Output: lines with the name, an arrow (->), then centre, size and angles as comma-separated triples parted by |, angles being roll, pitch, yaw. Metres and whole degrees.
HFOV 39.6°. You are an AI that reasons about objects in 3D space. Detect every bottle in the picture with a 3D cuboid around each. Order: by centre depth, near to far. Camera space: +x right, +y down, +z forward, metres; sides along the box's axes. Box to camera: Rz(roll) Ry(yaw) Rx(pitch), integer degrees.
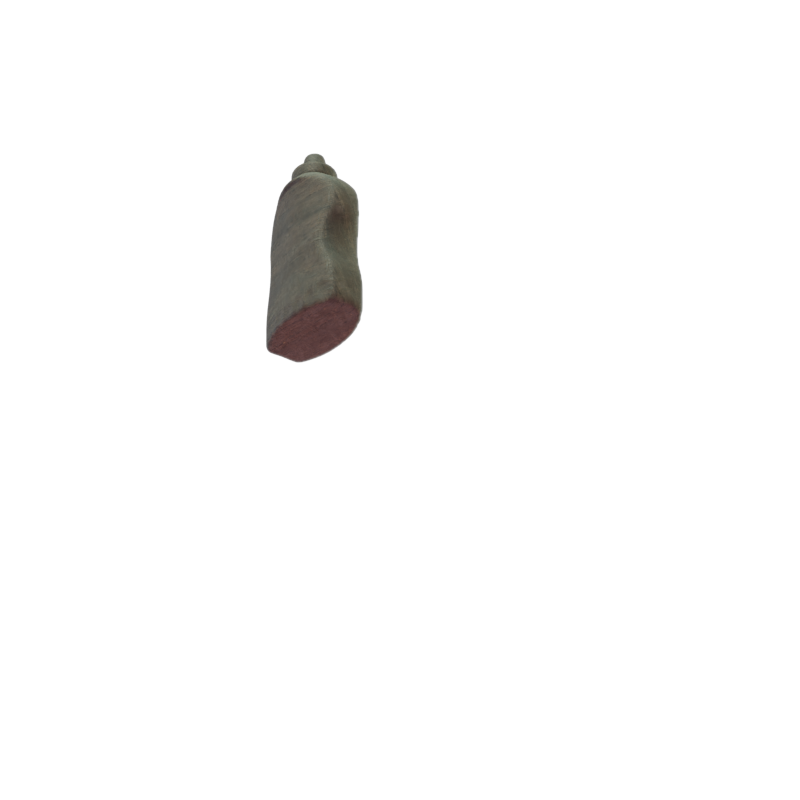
bottle -> -0.073, -0.134, 0.938 | 0.055, 0.205, 0.094 | 21, -42, -30
